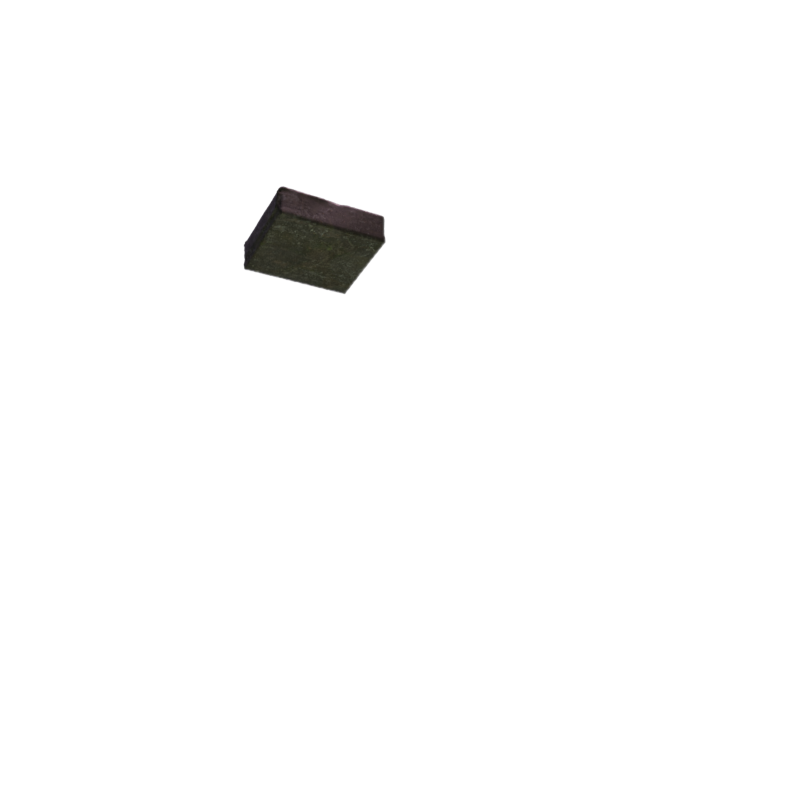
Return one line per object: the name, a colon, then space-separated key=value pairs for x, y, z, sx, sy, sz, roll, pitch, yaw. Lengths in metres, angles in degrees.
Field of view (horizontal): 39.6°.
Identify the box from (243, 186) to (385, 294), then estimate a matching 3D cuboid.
box: x=-0.066 y=-0.121 z=0.847 sx=0.086 sy=0.032 sz=0.071 roll=14 pitch=-37 yaw=-20
